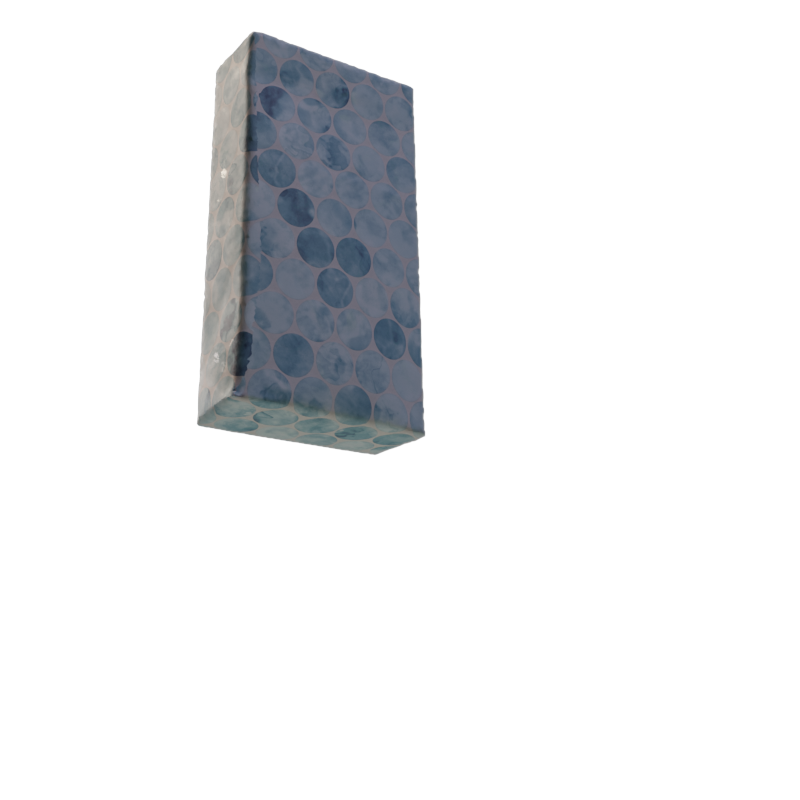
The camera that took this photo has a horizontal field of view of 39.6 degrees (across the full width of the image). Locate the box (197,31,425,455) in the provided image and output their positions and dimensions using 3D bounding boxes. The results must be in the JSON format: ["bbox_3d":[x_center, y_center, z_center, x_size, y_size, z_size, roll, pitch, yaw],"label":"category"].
[{"bbox_3d":[-0.039,-0.071,0.501,0.089,0.186,0.047,13,-29,-29],"label":"box"}]
